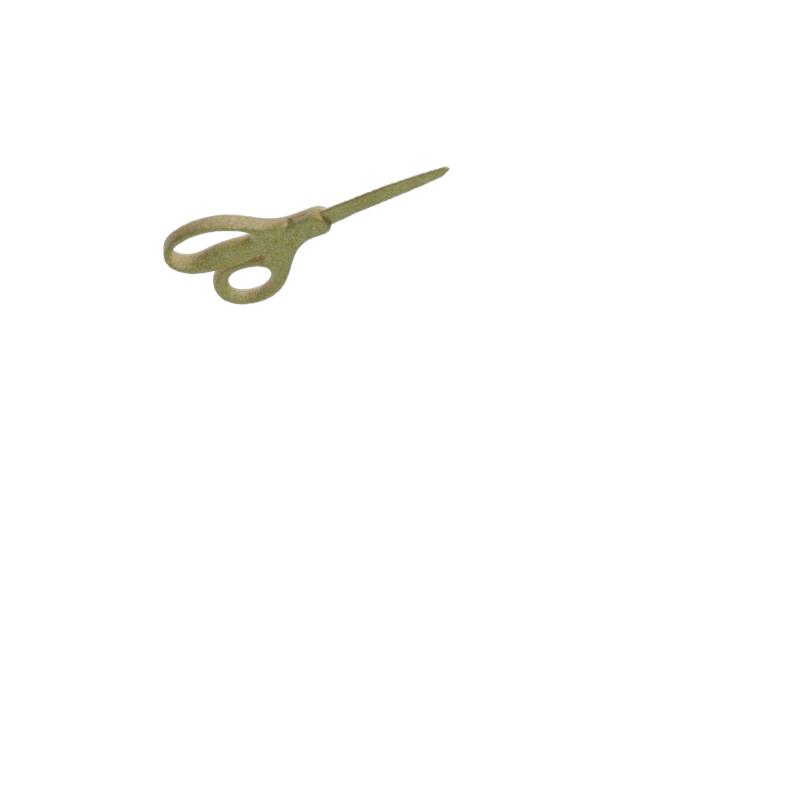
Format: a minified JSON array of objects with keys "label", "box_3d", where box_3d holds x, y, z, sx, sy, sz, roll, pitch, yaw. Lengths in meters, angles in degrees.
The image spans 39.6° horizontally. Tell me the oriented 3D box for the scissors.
[{"label":"scissors","box_3d":[-0.058,-0.106,0.741,0.204,0.017,0.089,-8,-34,12]}]
